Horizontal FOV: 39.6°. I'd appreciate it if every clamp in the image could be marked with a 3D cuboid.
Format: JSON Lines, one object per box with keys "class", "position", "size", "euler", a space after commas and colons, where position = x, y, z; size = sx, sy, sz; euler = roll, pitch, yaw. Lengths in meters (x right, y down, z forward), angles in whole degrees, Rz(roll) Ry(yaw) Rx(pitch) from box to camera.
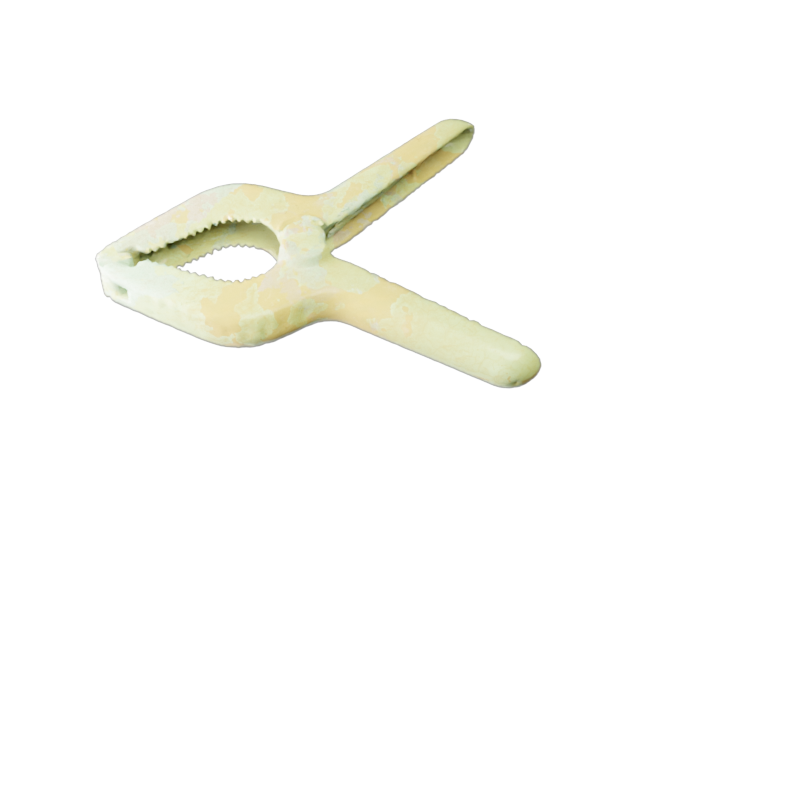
{"class": "clamp", "position": [-0.044, -0.079, 0.556], "size": [0.210, 0.176, 0.034], "euler": [0, -37, 0]}
